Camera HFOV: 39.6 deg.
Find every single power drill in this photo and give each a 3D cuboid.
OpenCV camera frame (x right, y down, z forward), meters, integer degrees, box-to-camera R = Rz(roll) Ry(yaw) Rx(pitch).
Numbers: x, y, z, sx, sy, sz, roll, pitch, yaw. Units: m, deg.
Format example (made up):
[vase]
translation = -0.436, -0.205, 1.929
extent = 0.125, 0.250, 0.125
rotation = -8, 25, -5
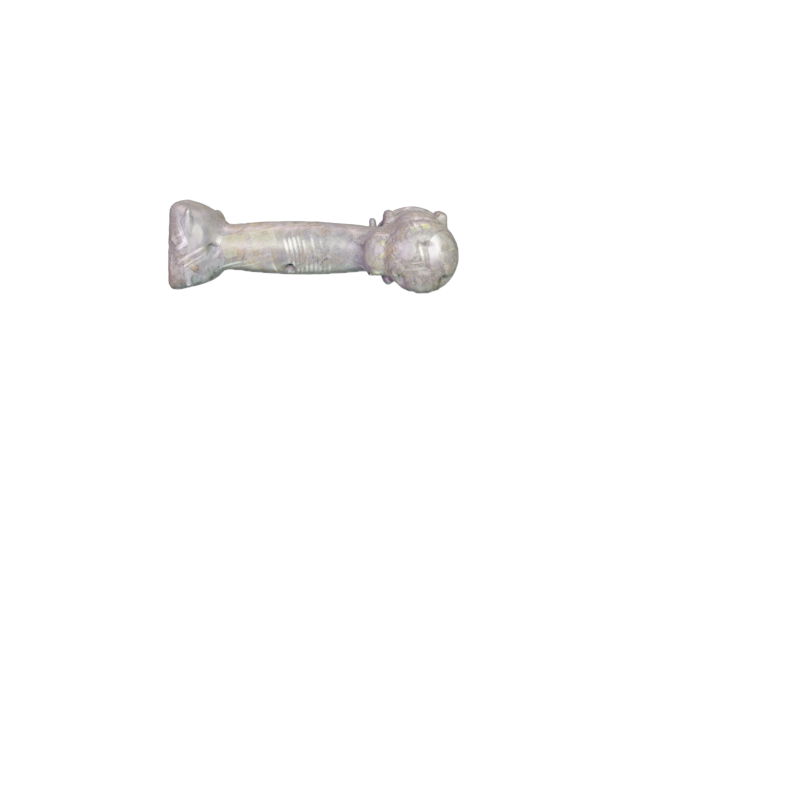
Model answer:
[power drill]
translation = -0.059, -0.108, 0.755
extent = 0.187, 0.056, 0.188
rotation = 0, 10, -2
